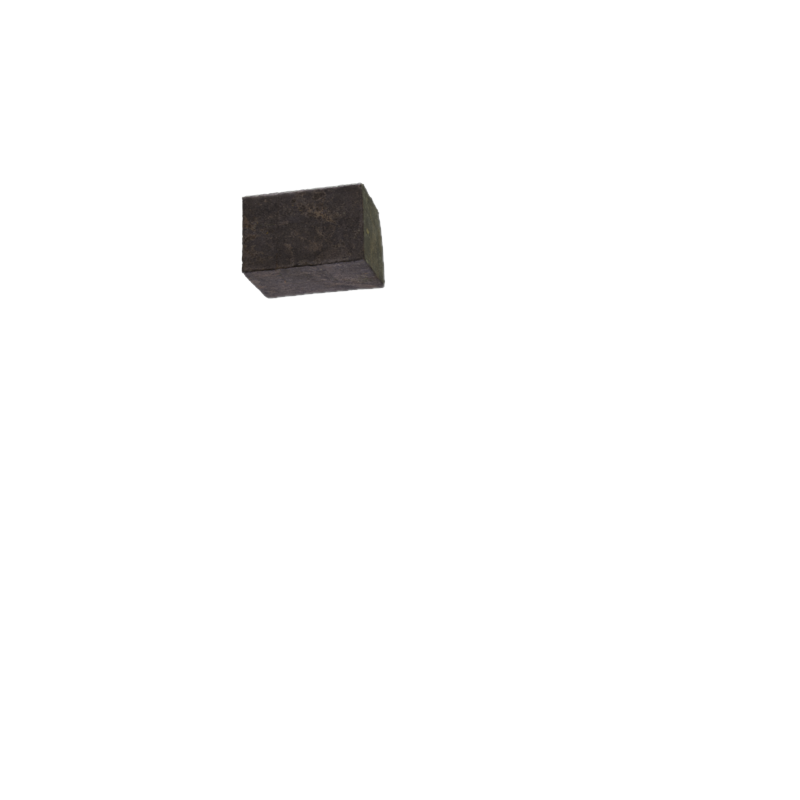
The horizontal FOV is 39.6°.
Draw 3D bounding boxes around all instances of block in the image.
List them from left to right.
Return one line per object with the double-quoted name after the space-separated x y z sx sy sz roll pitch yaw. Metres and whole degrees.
-0.053 -0.097 0.677 0.079 0.054 0.050 -4 -18 13 "block"
